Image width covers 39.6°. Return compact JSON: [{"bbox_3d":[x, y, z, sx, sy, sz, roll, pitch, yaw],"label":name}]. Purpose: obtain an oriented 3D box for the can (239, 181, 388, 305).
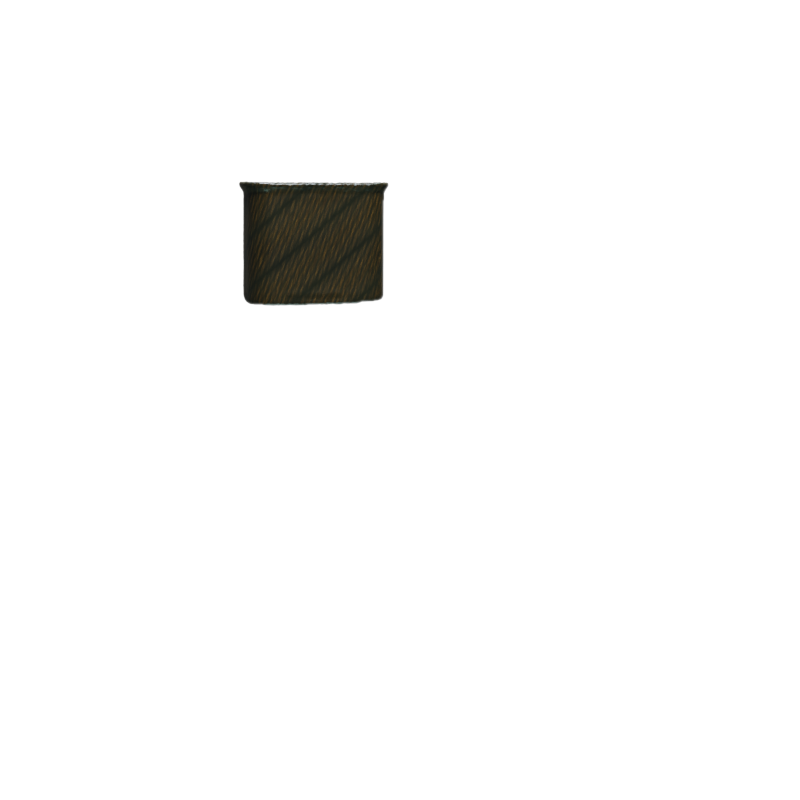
[{"bbox_3d":[-0.061,-0.111,0.777,0.100,0.083,0.059,-2,6,-13],"label":"can"}]
